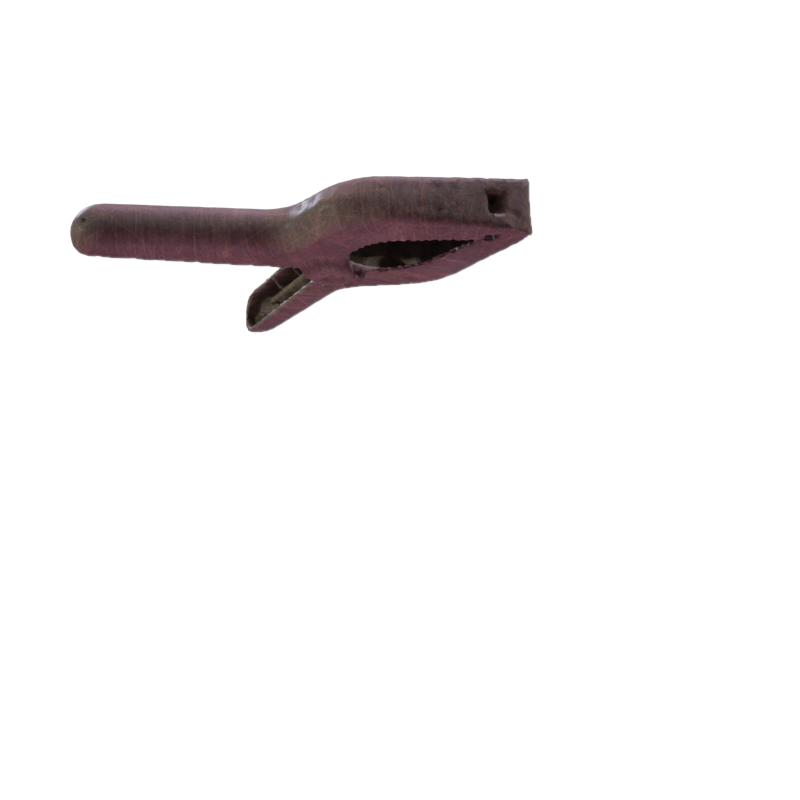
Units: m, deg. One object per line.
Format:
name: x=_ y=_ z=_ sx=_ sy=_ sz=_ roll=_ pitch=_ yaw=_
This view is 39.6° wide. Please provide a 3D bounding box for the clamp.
clamp: x=-0.042 y=-0.077 z=0.538 sx=0.214 sy=0.038 sz=0.155 roll=-9 pitch=-16 yaw=34
